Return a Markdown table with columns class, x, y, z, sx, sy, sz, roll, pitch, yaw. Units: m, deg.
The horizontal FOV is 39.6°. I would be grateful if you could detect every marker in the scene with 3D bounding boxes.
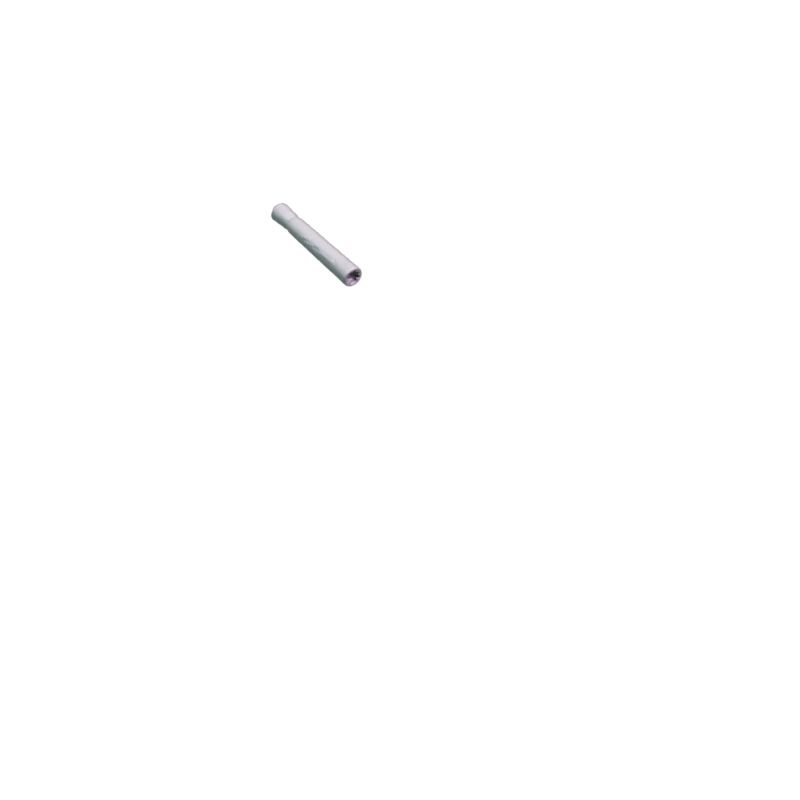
| class | x | y | z | sx | sy | sz | roll | pitch | yaw |
| --- | --- | --- | --- | --- | --- | --- | --- | --- | --- |
| marker | -0.076 | -0.139 | 0.972 | 0.019 | 0.019 | 0.130 | -3 | 35 | -41 |
